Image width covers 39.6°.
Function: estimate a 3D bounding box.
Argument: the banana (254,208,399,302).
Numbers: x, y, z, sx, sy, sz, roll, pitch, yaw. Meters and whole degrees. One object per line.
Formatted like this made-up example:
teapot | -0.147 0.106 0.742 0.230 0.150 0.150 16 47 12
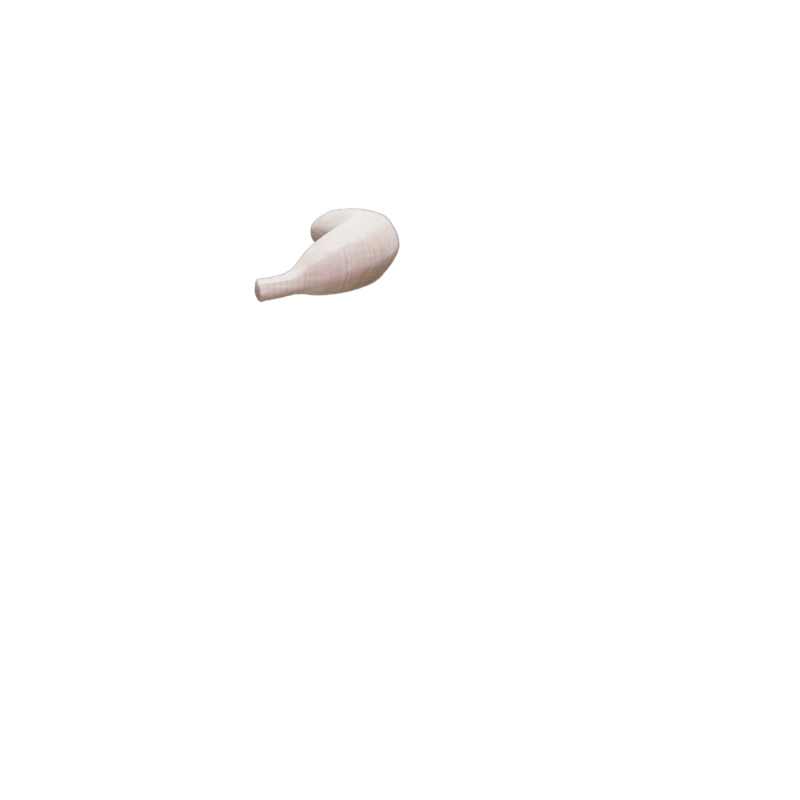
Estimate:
banana | -0.034 -0.093 0.661 0.070 0.036 0.201 2 16 5
